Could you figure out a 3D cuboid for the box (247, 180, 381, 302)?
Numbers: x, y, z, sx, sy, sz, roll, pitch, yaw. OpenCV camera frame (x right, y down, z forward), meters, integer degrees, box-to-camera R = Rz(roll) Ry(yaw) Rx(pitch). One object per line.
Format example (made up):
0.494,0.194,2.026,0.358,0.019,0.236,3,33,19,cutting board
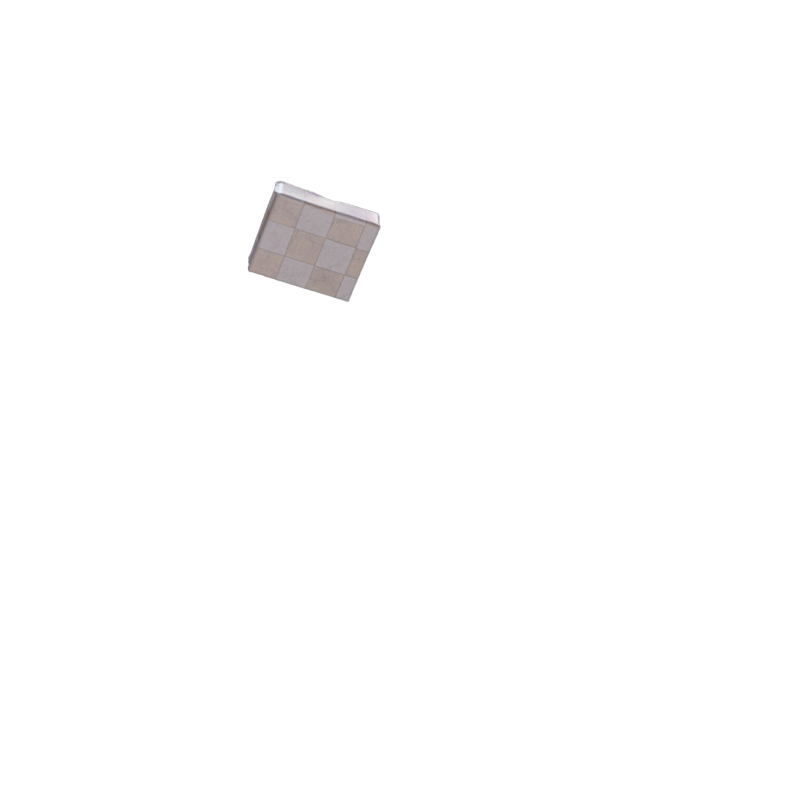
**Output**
-0.070,-0.127,0.888,0.088,0.070,0.032,18,27,-10,box
